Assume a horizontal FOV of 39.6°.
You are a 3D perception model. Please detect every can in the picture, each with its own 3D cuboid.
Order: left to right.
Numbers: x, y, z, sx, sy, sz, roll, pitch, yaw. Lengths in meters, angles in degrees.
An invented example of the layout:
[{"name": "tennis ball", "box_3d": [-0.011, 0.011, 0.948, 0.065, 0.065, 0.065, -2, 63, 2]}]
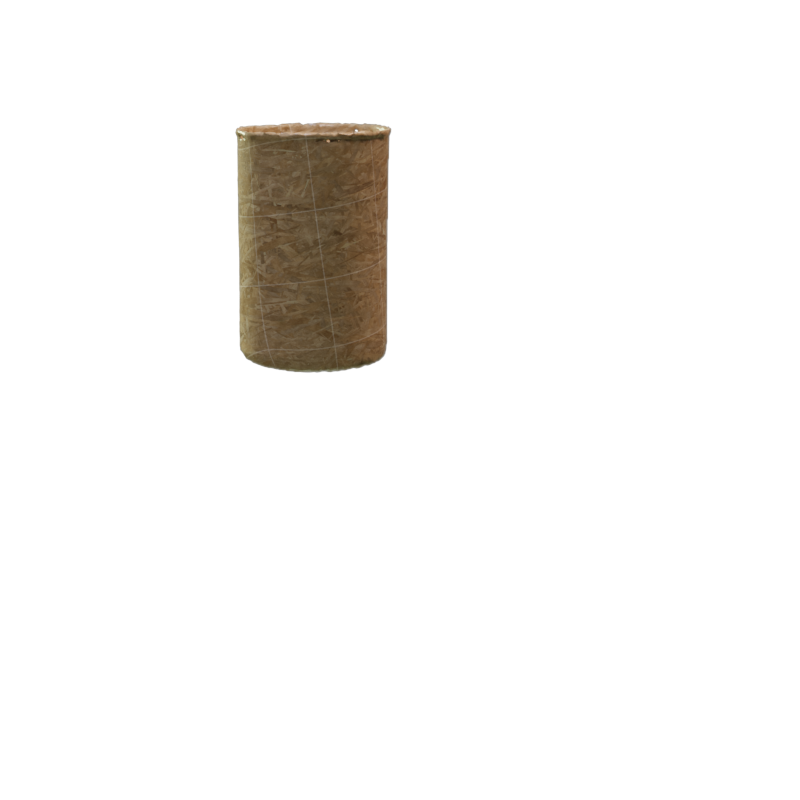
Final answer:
[{"name": "can", "box_3d": [-0.039, -0.070, 0.493, 0.068, 0.100, 0.071, 0, 12, -2]}]
